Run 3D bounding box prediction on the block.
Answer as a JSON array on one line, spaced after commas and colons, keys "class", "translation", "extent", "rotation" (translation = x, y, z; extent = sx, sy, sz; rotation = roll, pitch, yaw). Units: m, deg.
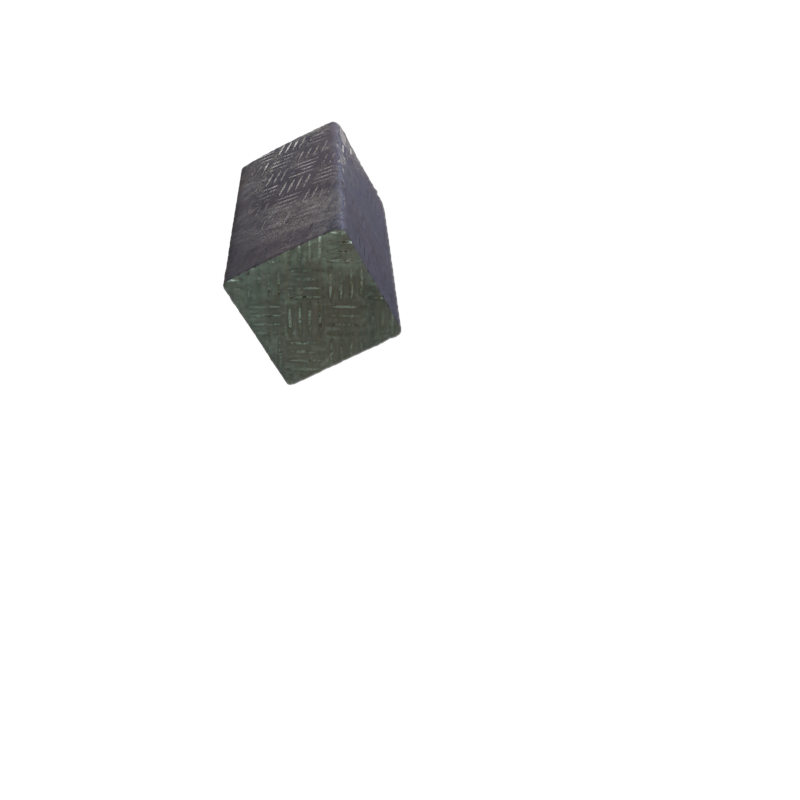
[{"class": "block", "translation": [-0.063, -0.117, 0.814], "extent": [0.090, 0.085, 0.219], "rotation": [-25, 29, 11]}]
